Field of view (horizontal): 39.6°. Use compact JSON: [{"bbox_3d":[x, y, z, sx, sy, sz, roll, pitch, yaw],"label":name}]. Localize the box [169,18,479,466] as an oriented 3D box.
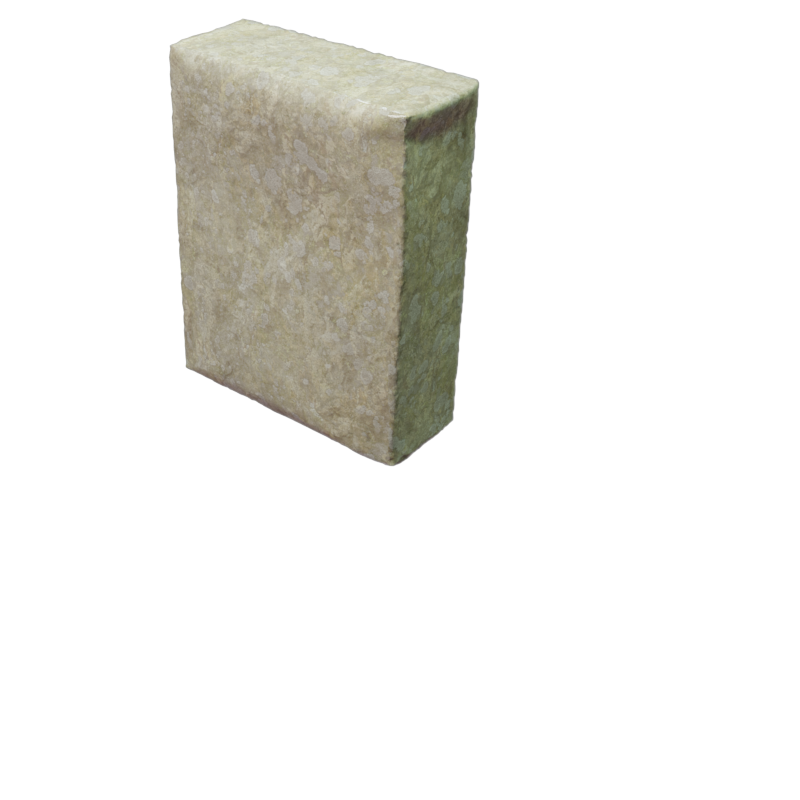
[{"bbox_3d":[-0.049,-0.089,0.624,0.174,0.201,0.072,24,37,31],"label":"box"}]
